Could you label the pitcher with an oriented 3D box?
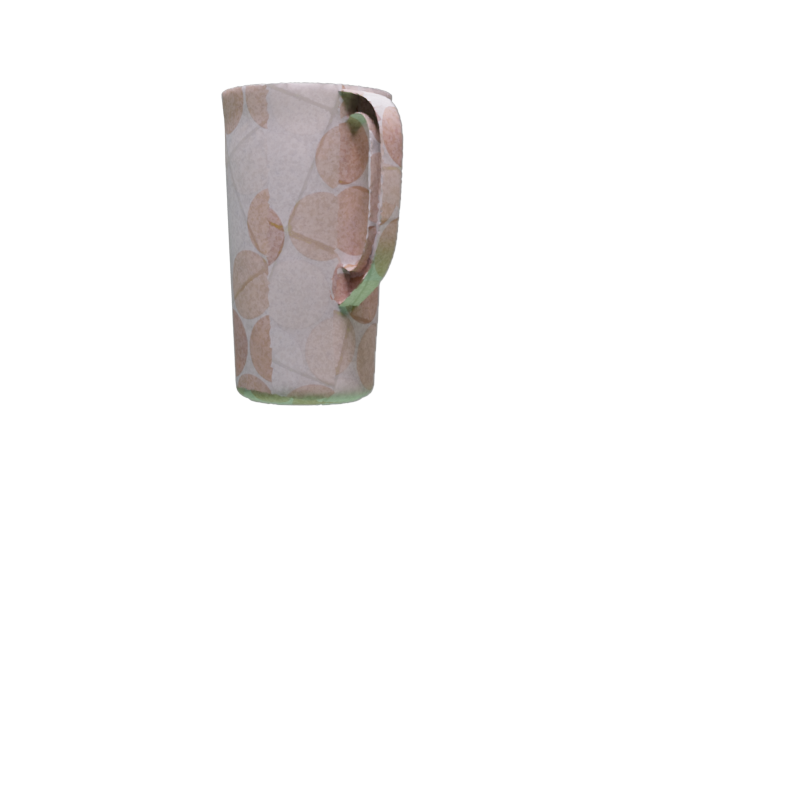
[{"bbox_3d":[-0.067,-0.122,0.852,0.146,0.243,0.148,0,1,6],"label":"pitcher"}]
